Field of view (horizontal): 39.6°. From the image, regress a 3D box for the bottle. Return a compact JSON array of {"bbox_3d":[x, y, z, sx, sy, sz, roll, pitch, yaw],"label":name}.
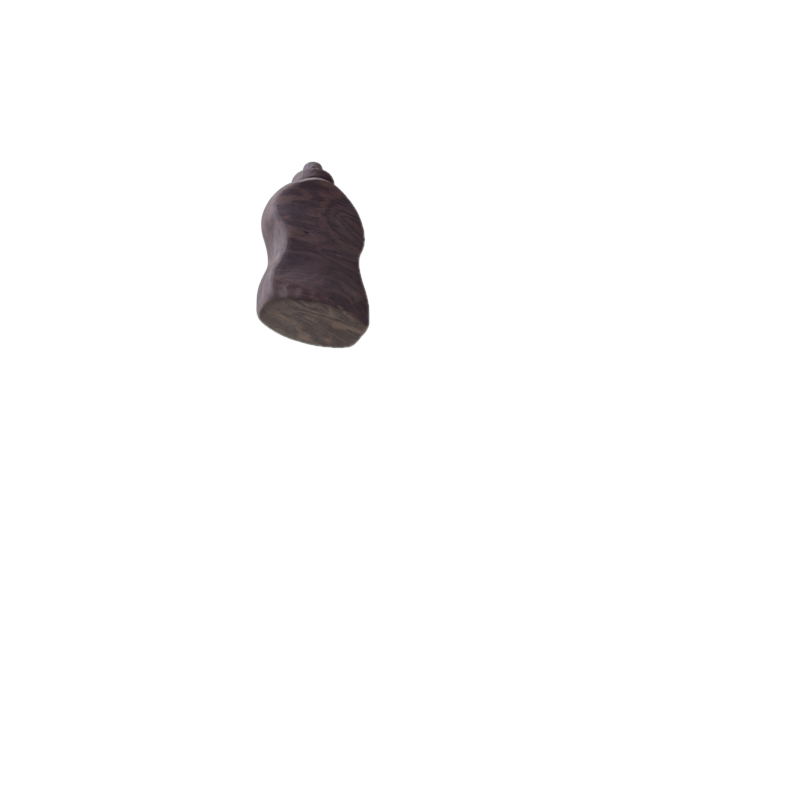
[{"bbox_3d":[-0.078,-0.141,0.993,0.093,0.206,0.056,14,-41,-20],"label":"bottle"}]
